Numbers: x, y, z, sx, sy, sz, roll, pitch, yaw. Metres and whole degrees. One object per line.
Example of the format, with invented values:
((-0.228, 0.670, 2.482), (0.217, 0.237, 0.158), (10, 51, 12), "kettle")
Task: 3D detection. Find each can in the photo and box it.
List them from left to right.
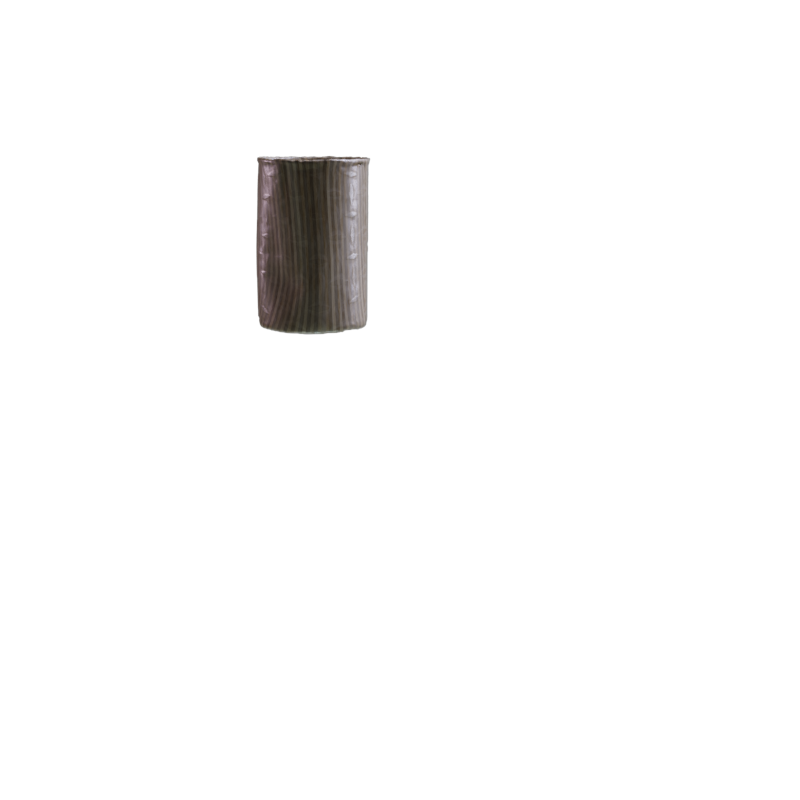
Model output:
((-0.052, -0.096, 0.669), (0.068, 0.101, 0.070), (0, 8, -2), "can")
